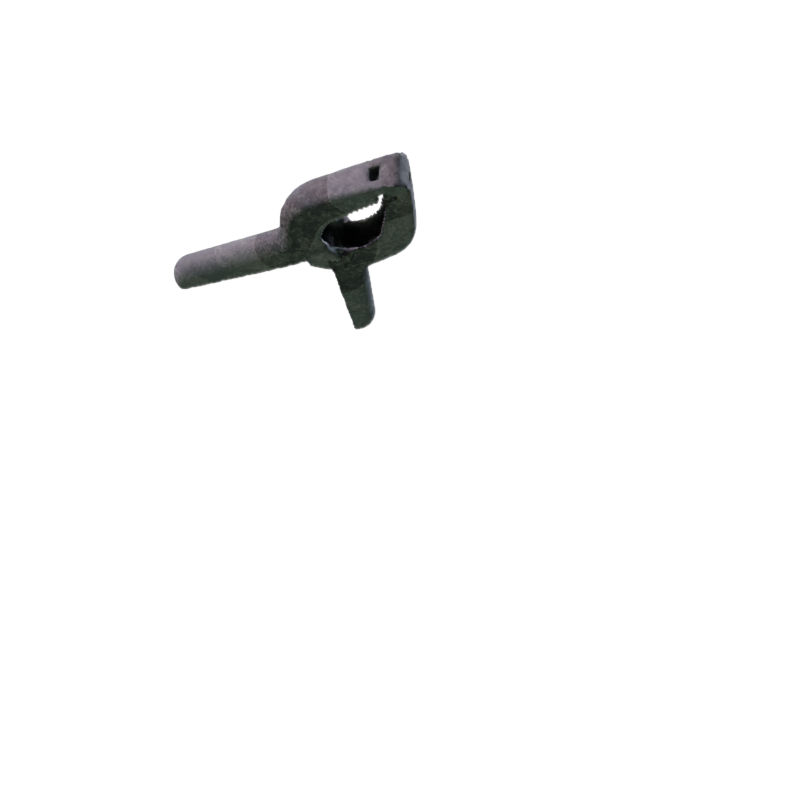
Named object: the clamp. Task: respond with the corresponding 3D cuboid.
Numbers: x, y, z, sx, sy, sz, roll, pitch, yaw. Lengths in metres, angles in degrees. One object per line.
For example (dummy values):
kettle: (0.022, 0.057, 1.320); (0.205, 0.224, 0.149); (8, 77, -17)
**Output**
clamp: (-0.061, -0.111, 0.780); (0.160, 0.038, 0.204); (9, -25, -20)
